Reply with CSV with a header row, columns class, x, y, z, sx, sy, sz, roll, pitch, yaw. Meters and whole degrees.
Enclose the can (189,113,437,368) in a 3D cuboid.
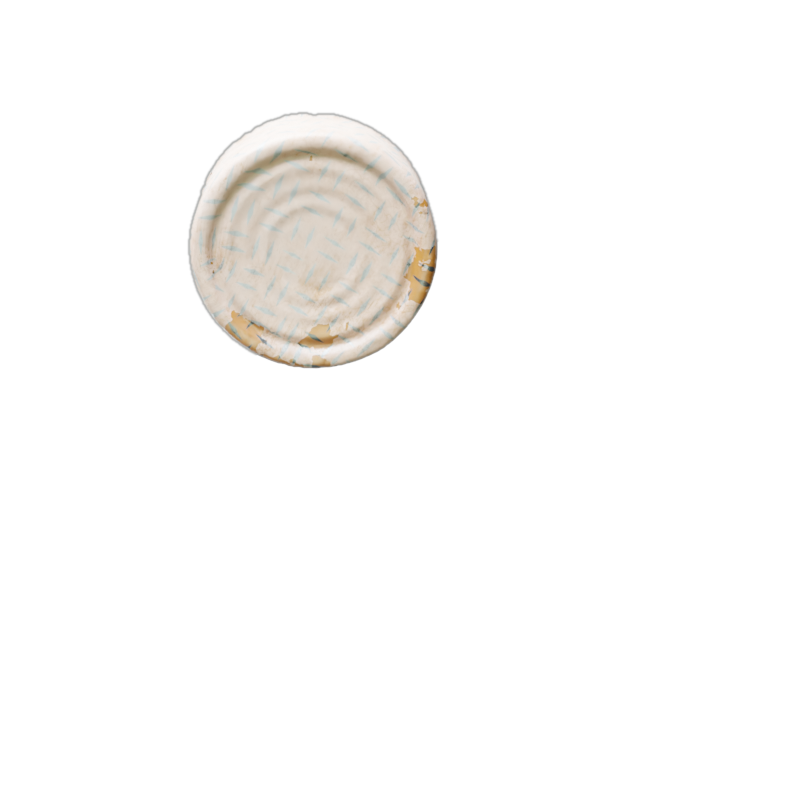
class,x,y,z,sx,sy,sz,roll,pitch,yaw
can,-0.030,-0.055,0.388,0.086,0.083,0.035,0,17,-1
